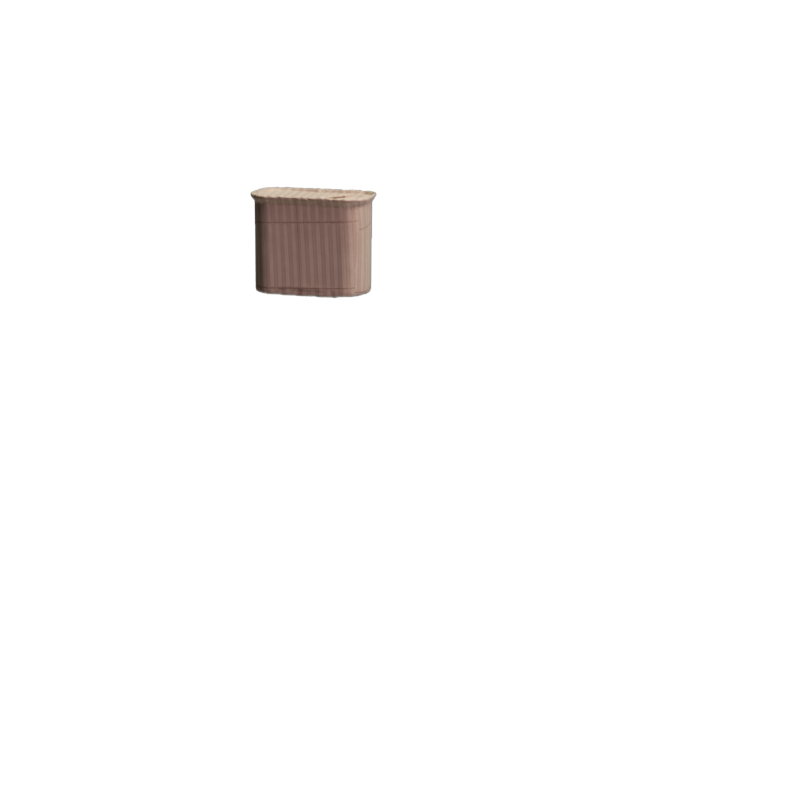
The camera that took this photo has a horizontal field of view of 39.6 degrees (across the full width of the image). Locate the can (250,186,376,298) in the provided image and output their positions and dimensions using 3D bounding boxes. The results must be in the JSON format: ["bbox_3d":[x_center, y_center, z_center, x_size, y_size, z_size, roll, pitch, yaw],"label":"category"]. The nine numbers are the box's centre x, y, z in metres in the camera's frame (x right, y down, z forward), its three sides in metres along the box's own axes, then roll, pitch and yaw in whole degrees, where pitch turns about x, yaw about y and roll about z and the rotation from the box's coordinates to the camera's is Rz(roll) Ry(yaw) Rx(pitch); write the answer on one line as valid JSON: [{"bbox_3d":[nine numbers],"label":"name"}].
[{"bbox_3d":[-0.072,-0.132,0.927,0.104,0.082,0.058,4,13,15],"label":"can"}]
